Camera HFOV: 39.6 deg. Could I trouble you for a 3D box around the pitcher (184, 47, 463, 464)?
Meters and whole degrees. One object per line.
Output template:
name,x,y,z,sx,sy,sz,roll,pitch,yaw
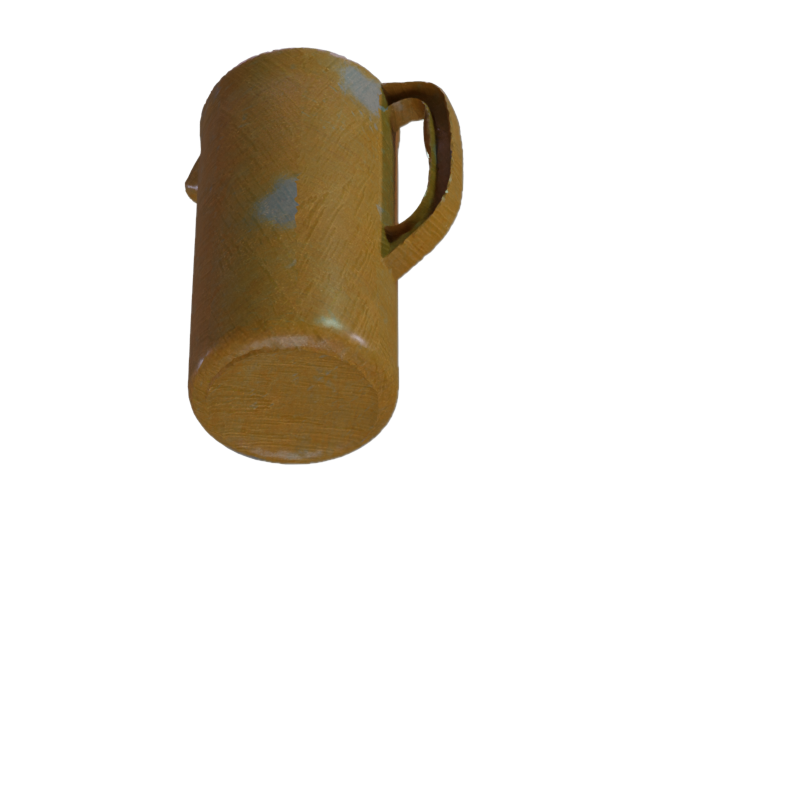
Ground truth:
pitcher,-0.050,-0.092,0.643,0.141,0.261,0.143,14,-47,-17
